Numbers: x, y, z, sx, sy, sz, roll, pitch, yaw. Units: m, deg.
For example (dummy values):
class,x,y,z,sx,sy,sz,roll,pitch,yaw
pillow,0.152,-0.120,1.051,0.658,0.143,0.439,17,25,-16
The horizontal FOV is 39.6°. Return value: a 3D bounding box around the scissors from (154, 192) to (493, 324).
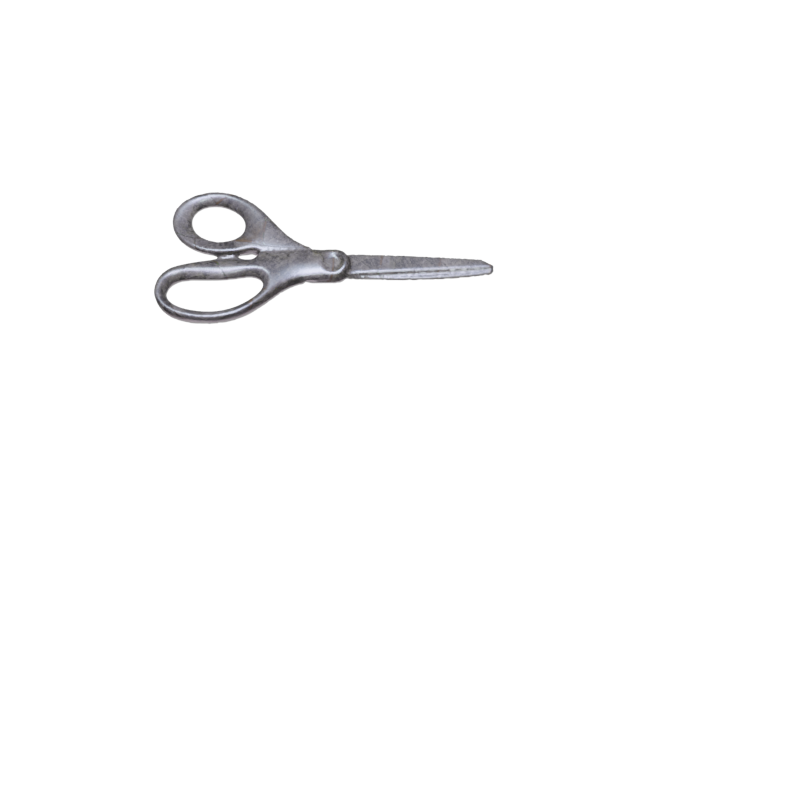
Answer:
class,x,y,z,sx,sy,sz,roll,pitch,yaw
scissors,-0.053,-0.097,0.681,0.200,0.103,0.015,-14,-27,-7
